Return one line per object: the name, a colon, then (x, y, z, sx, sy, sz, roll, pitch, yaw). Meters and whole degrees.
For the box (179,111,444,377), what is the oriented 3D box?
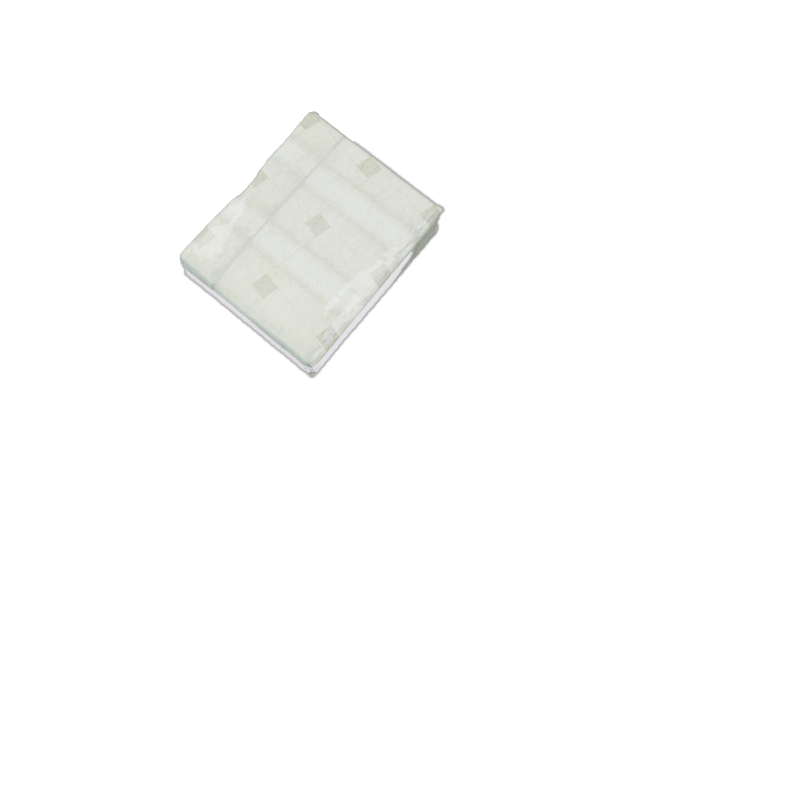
box: (-0.037, -0.067, 0.470, 0.075, 0.090, 0.029, 38, -14, 10)
